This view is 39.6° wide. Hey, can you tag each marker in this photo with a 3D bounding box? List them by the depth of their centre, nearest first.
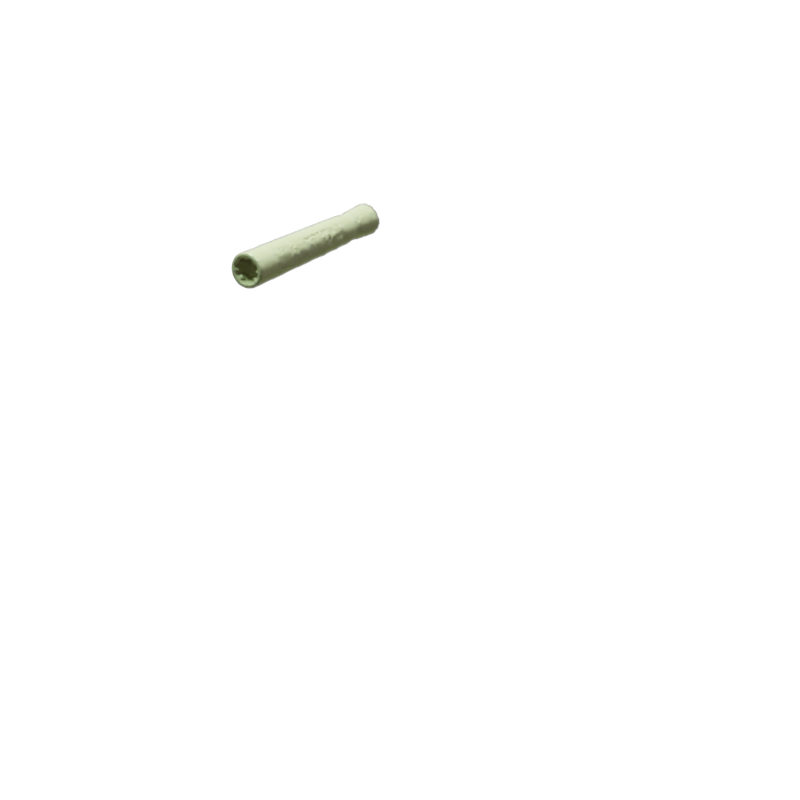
[{"bbox_3d":[-0.047,-0.085,0.595,0.020,0.019,0.121,2,22,31],"label":"marker"}]
